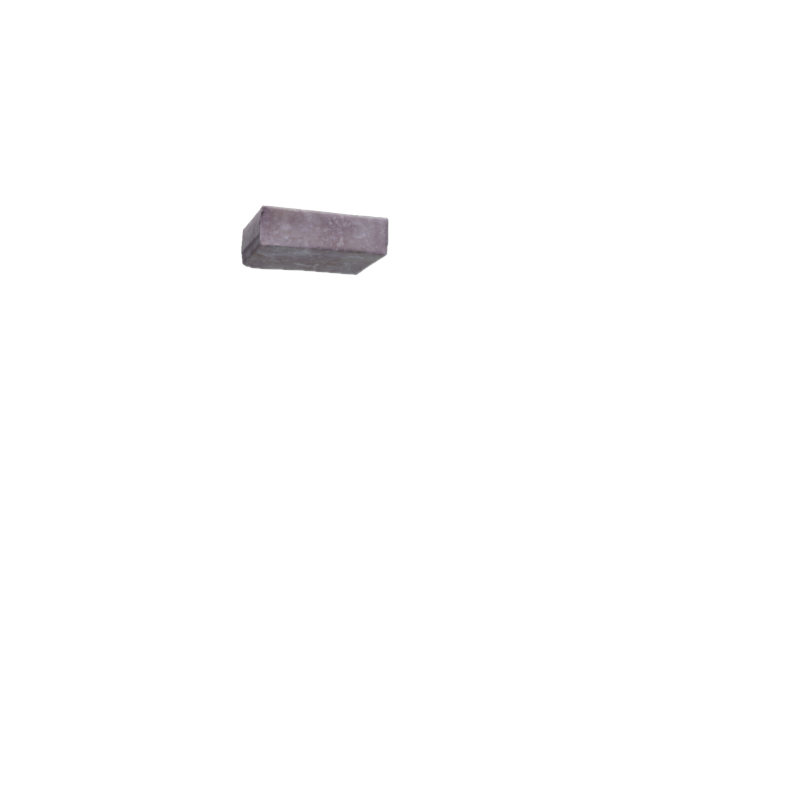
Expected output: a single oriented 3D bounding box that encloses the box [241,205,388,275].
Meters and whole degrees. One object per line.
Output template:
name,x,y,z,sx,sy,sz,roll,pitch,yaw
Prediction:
box,-0.076,-0.138,0.967,0.111,0.040,0.090,2,-7,-16
